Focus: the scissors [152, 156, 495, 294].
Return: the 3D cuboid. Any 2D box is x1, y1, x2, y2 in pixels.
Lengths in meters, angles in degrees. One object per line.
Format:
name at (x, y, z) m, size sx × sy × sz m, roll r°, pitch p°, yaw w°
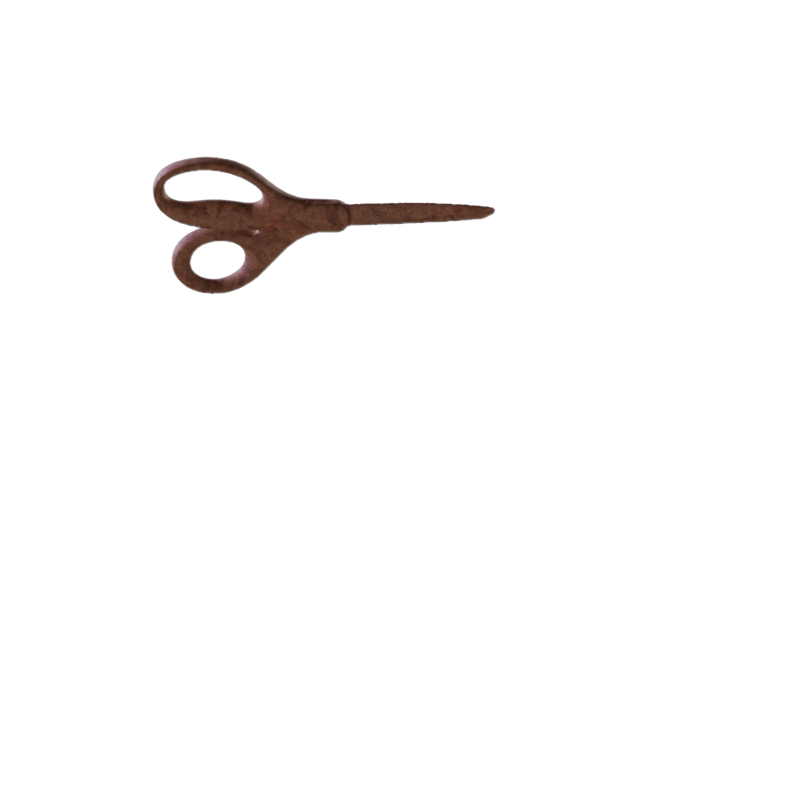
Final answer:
scissors at (-0.053, -0.096, 0.672) m, size 0.199 × 0.092 × 0.017 m, roll 12°, pitch 29°, yaw -7°
